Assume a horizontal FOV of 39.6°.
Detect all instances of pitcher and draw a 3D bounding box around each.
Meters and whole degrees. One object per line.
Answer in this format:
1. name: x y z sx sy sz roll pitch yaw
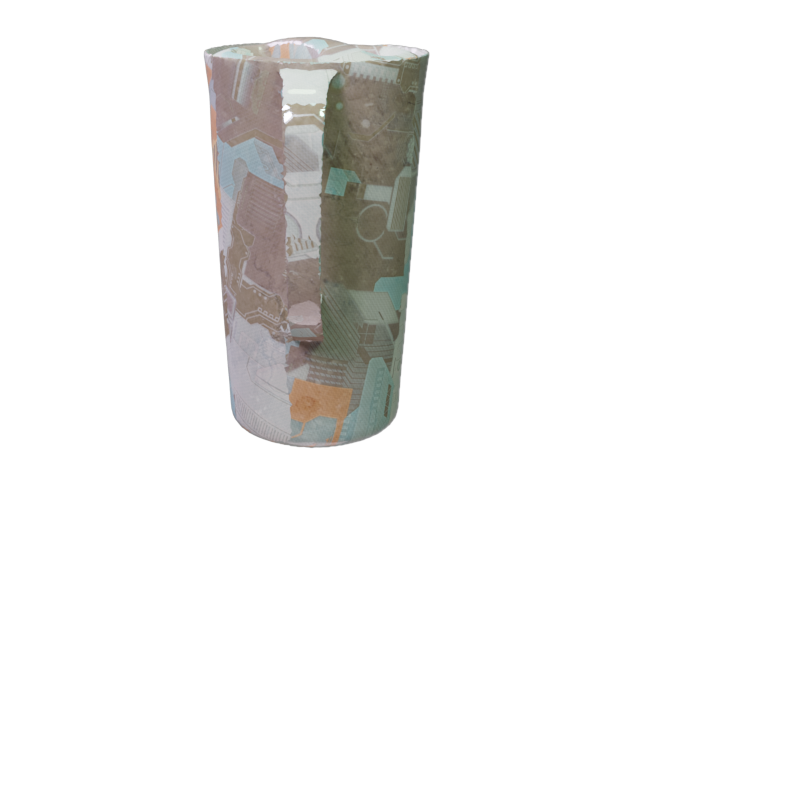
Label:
1. pitcher: -0.053 -0.096 0.675 0.146 0.234 0.153 -15 23 -43
